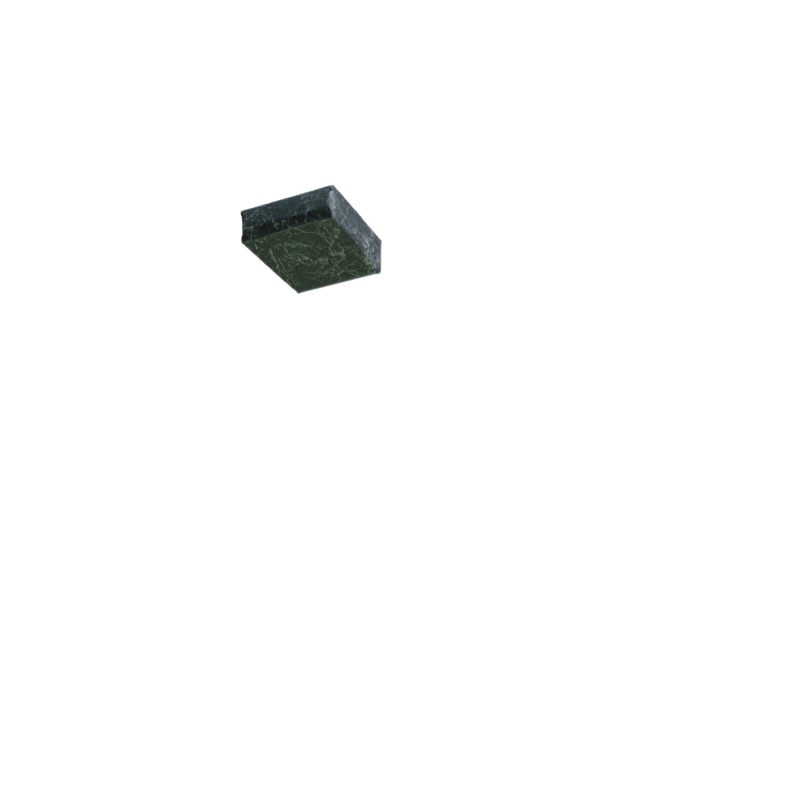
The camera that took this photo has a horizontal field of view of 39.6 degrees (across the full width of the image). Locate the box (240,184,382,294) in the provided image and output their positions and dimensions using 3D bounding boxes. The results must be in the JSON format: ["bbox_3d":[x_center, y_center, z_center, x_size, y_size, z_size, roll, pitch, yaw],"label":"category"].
[{"bbox_3d":[-0.077,-0.141,0.986,0.091,0.041,0.105,-11,-28,21],"label":"box"}]
